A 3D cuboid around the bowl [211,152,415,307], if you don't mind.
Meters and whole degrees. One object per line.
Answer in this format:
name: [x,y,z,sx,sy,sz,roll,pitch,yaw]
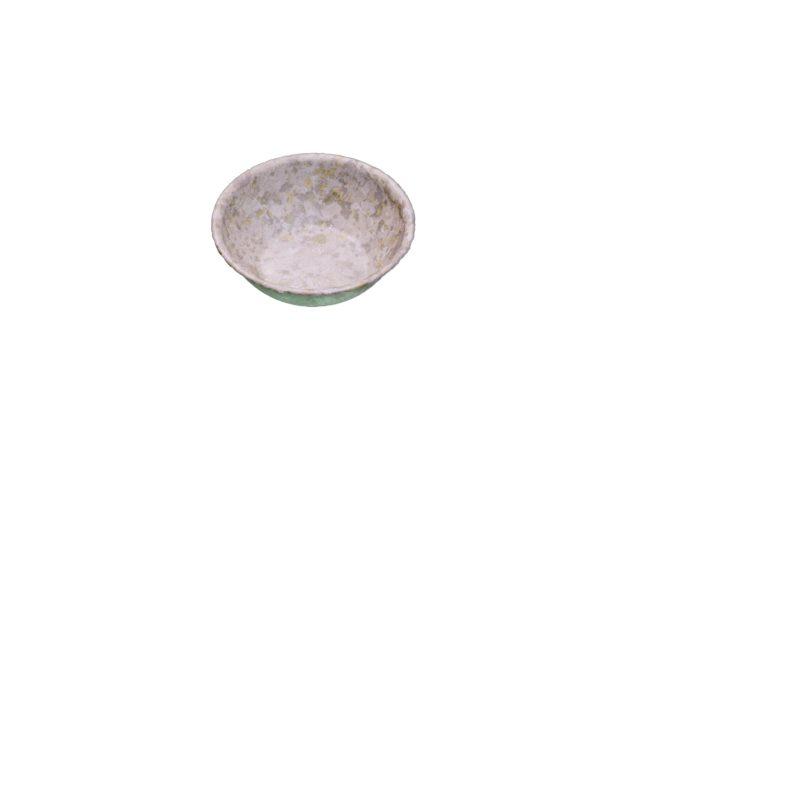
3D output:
bowl: [-0.070,-0.127,0.892,0.162,0.174,0.051,-1,-41,-1]
